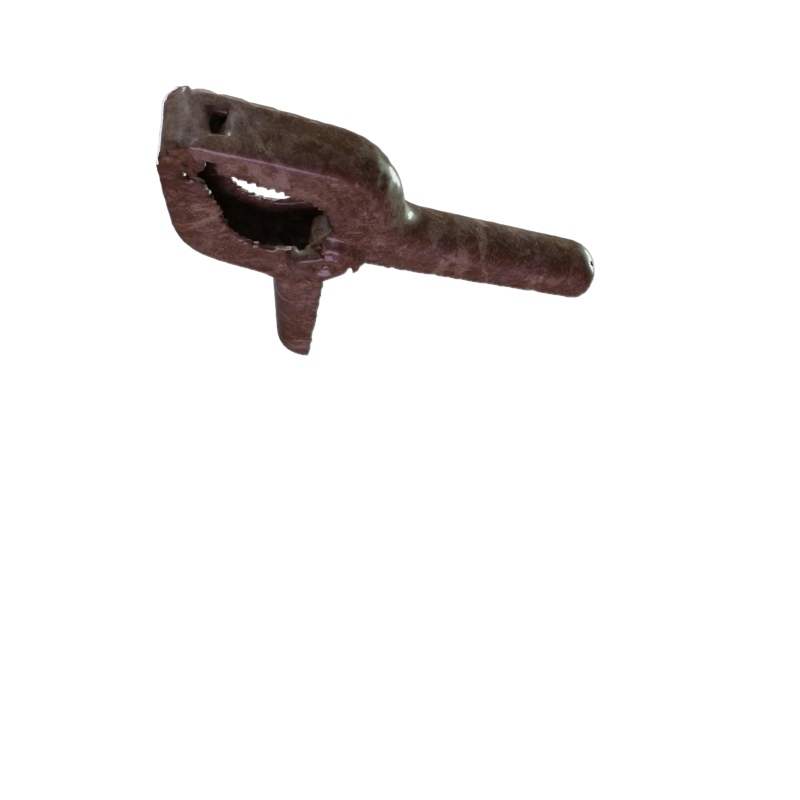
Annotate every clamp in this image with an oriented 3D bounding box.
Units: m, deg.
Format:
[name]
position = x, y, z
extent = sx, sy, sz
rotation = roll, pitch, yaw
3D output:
[clamp]
position = -0.037, -0.068, 0.473
extent = 0.167, 0.038, 0.196
rotation = -15, -25, 36
